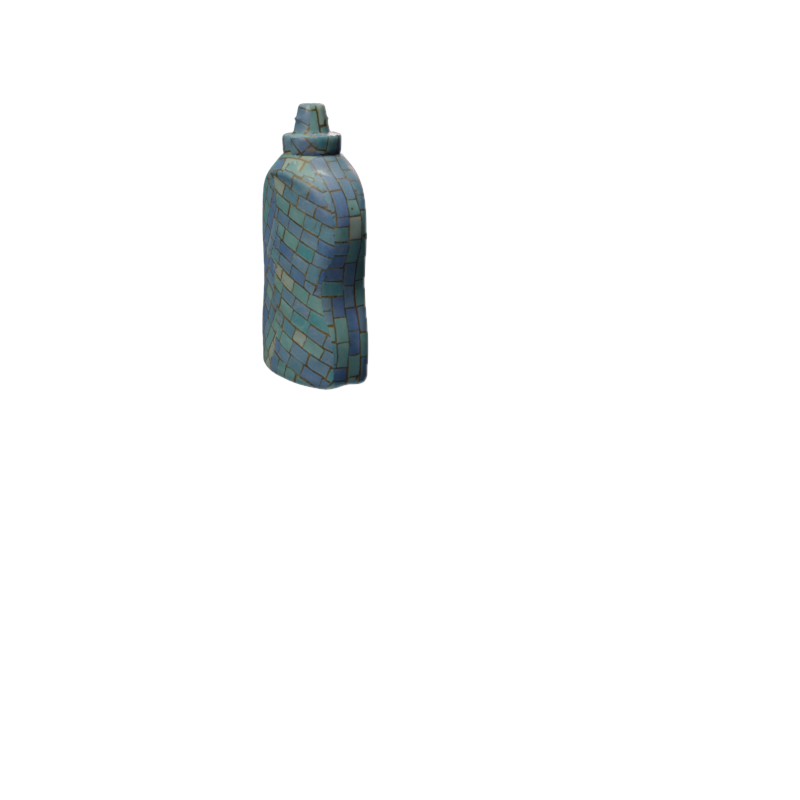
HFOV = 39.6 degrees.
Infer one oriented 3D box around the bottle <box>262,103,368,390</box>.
[{"bbox_3d":[-0.061,-0.110,0.774,0.057,0.187,0.101,-6,14,-32],"label":"bottle"}]
